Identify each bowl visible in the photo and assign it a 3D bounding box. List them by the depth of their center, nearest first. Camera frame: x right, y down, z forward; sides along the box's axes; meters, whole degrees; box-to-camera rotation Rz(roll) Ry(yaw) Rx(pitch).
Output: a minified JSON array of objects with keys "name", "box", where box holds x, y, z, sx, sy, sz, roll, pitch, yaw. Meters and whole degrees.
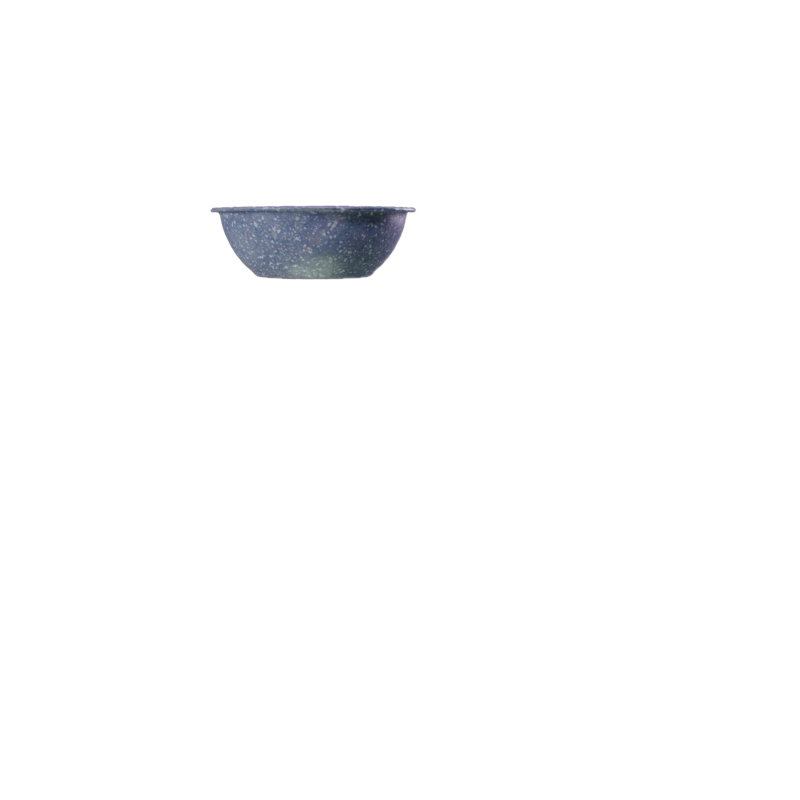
[{"name":"bowl","box":[-0.068,-0.125,0.875,0.162,0.054,0.164,0,8,-2]}]
